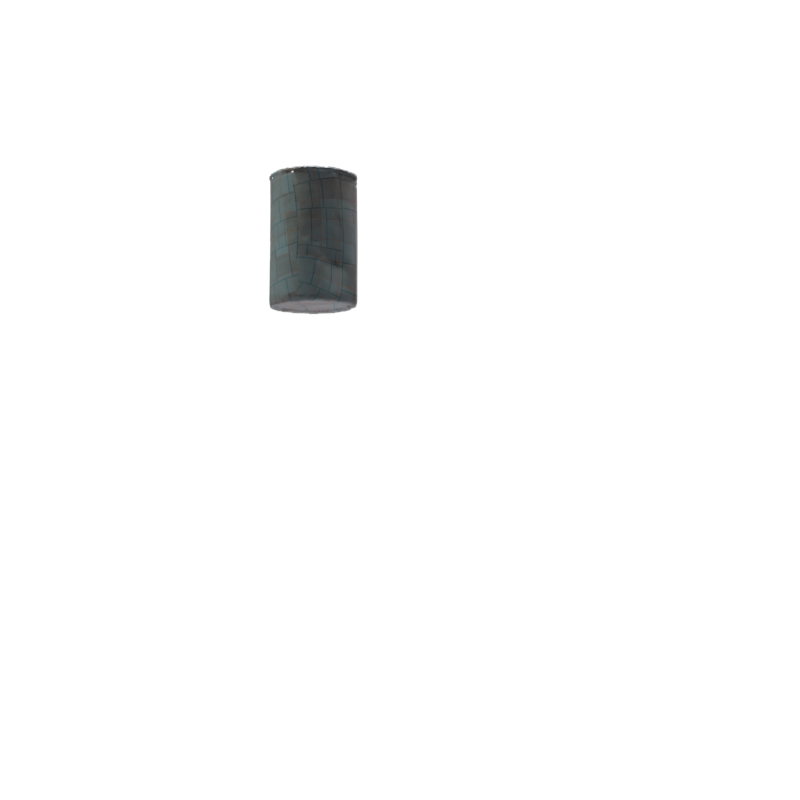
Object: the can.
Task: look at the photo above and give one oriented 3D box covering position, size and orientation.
[{"bbox_3d":[-0.066,-0.120,0.844,0.068,0.105,0.067,0,-9,-2],"label":"can"}]
